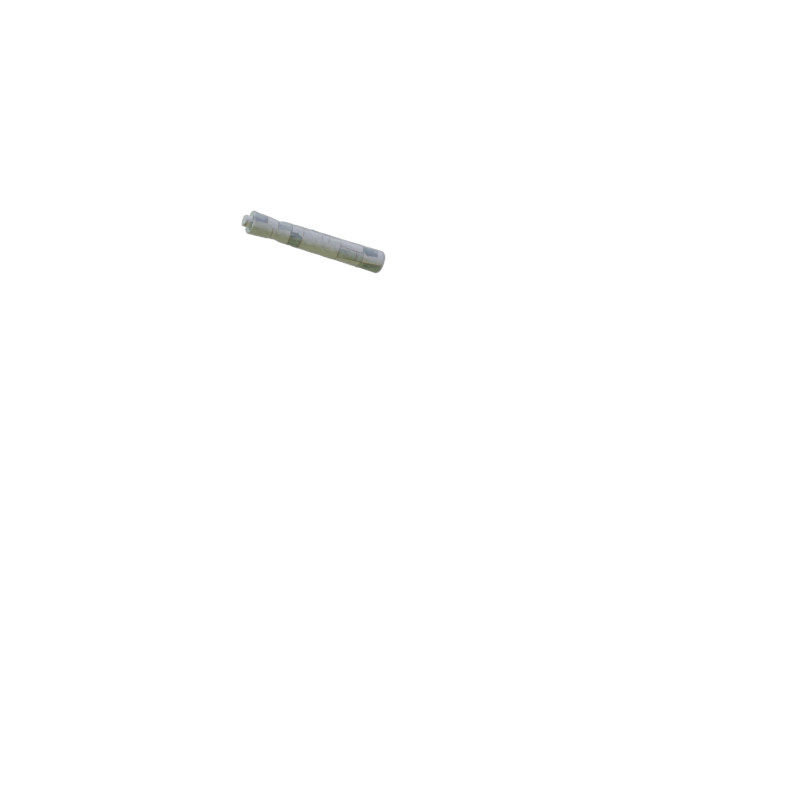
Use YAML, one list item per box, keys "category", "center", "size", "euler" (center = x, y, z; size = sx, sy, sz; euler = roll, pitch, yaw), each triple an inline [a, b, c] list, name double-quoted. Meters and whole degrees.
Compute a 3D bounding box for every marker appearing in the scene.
- category: "marker"
  center: [-0.069, -0.125, 0.879]
  size: [0.116, 0.020, 0.020]
  euler: [15, -2, -21]
